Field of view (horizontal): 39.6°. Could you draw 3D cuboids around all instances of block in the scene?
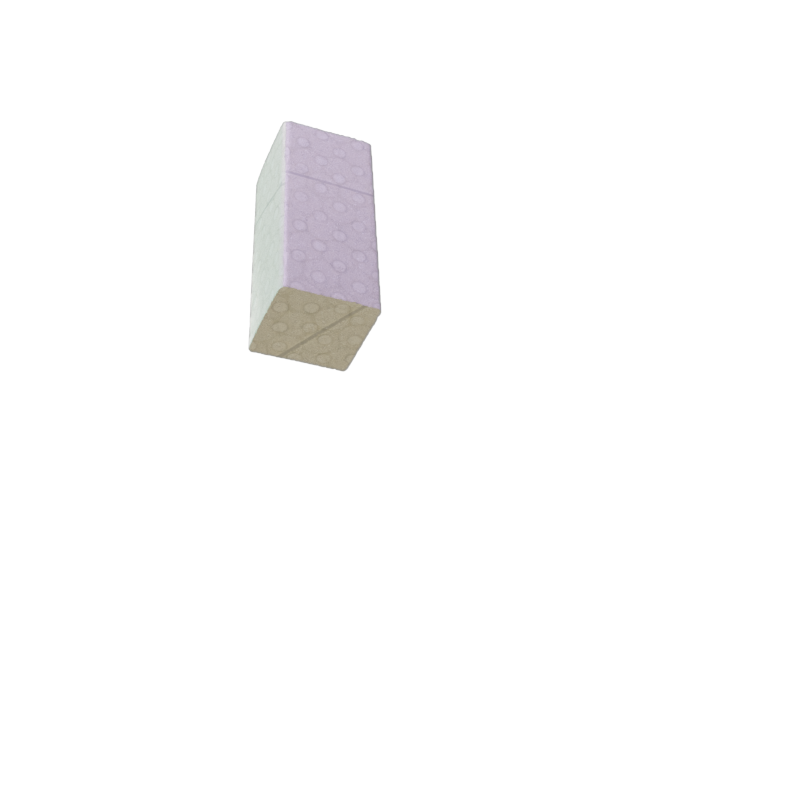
[{"bbox_3d":[-0.077,-0.142,0.988,0.088,0.221,0.086,13,-43,-18],"label":"block"}]
